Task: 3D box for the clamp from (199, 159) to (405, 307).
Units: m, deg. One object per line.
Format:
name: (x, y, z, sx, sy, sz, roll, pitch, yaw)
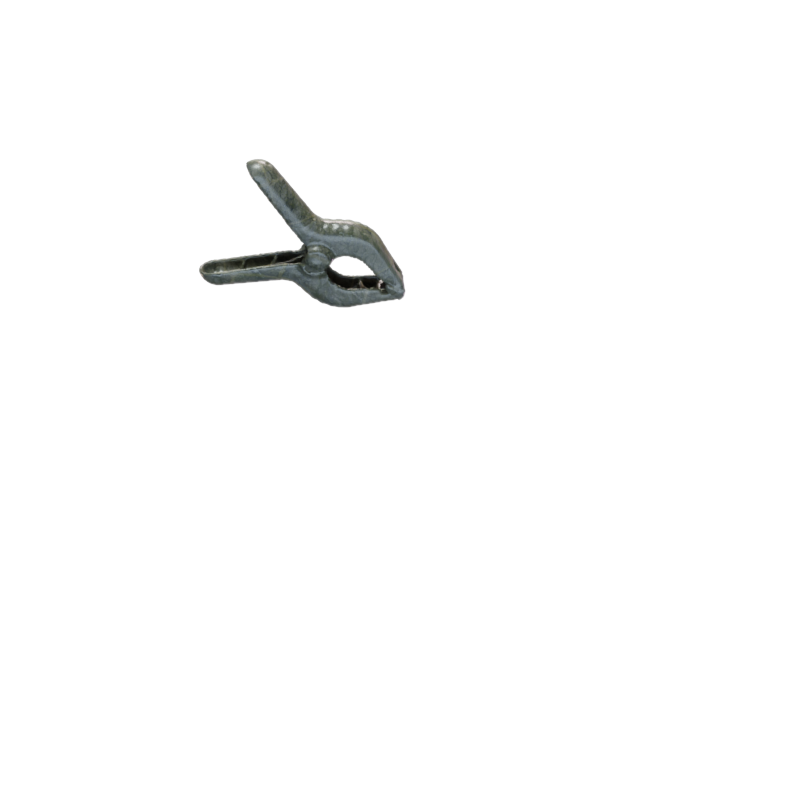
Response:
clamp: (-0.072, -0.131, 0.918, 0.168, 0.114, 0.042, 12, 38, -10)
